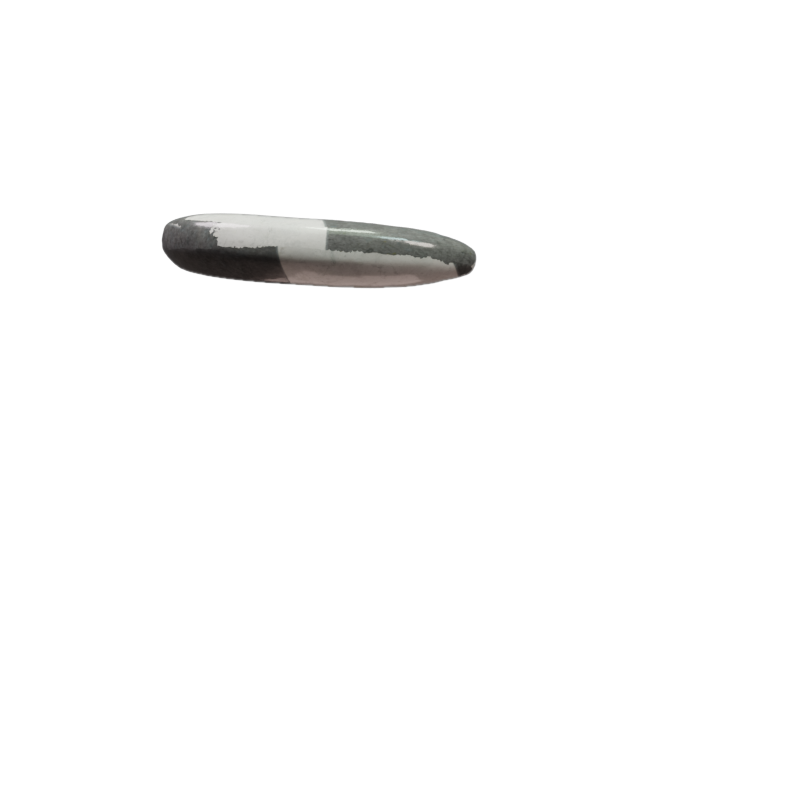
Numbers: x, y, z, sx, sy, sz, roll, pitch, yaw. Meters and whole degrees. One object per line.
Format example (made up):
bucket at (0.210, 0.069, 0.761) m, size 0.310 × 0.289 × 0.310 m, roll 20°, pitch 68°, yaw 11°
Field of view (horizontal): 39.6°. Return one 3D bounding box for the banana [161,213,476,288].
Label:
banana at (-0.060, -0.087, 0.625) m, size 0.205 × 0.036 × 0.069 m, roll 8°, pitch 18°, yaw 23°
